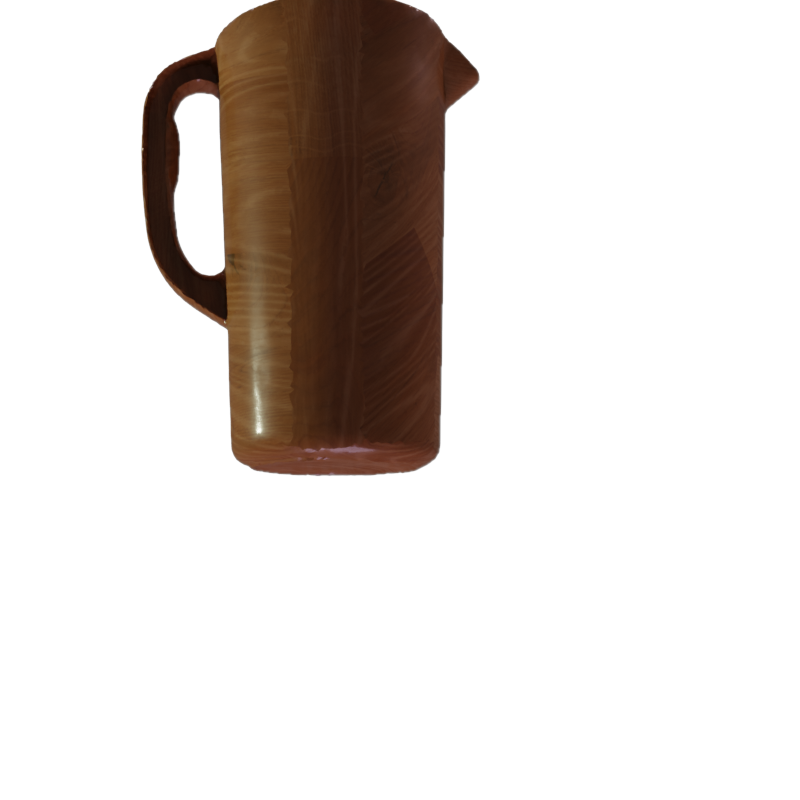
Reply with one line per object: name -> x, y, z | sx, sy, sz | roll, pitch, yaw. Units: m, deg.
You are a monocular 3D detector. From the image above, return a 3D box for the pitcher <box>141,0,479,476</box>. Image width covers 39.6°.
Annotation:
pitcher -> -0.047, -0.086, 0.602 | 0.152, 0.252, 0.137 | -13, -19, 40
